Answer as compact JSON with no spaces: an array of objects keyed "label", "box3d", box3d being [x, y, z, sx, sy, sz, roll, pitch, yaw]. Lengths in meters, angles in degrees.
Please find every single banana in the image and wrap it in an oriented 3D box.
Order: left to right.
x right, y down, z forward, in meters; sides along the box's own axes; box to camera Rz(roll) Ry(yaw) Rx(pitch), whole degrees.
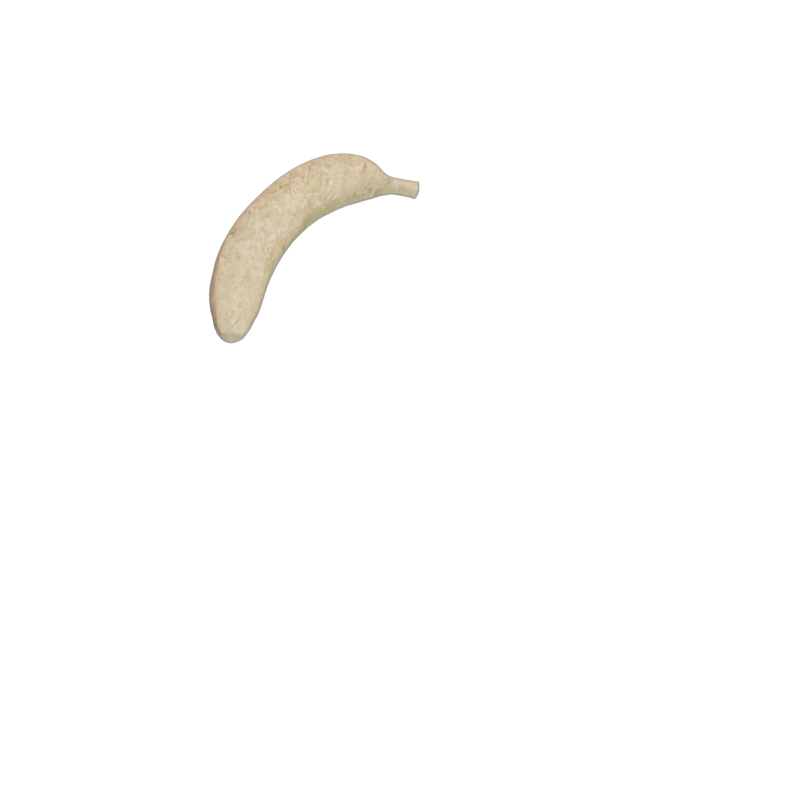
[{"label":"banana","box3d":[-0.068,-0.111,0.710,0.073,0.034,0.201,26,51,24]}]
